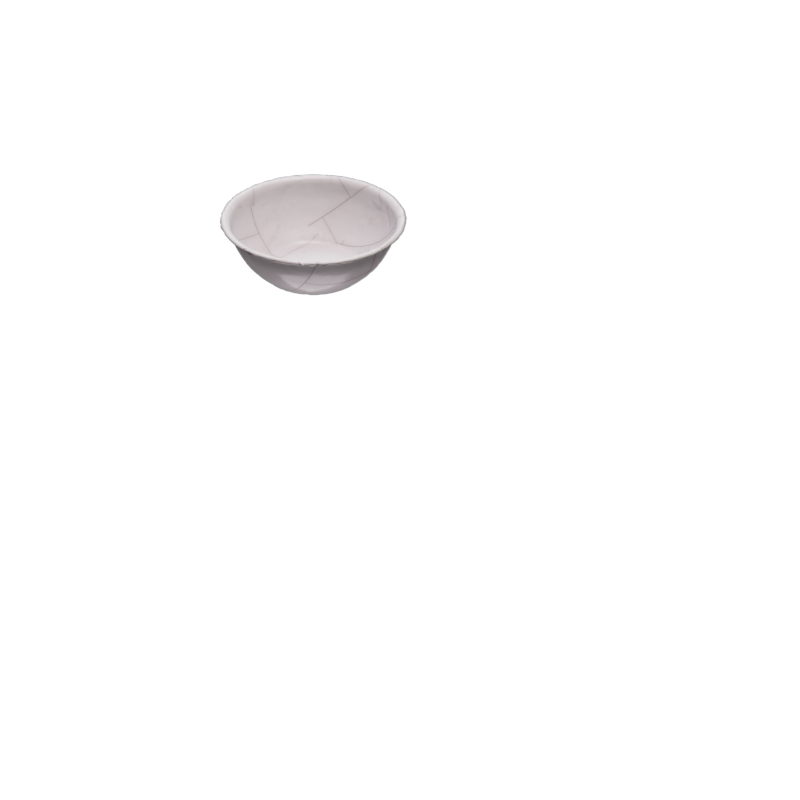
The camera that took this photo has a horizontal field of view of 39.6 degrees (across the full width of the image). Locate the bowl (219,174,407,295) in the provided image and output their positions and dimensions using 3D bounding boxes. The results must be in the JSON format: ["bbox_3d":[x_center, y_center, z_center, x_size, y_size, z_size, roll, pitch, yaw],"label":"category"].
[{"bbox_3d":[-0.076,-0.139,0.975,0.162,0.052,0.173,-1,35,-2],"label":"bowl"}]
